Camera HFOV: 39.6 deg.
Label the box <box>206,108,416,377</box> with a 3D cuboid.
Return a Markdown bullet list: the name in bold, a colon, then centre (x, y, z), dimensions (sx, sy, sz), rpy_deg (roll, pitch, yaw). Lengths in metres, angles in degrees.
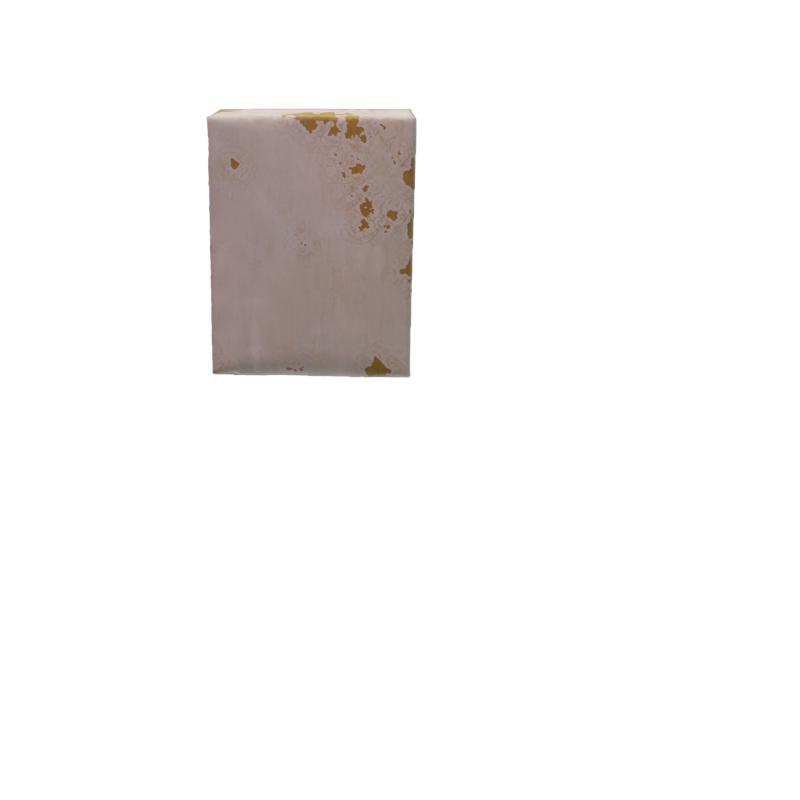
- **box**: centre (-0.071, -0.129, 0.905), dimensions (0.164, 0.207, 0.074), rpy_deg (1, 14, 1)
